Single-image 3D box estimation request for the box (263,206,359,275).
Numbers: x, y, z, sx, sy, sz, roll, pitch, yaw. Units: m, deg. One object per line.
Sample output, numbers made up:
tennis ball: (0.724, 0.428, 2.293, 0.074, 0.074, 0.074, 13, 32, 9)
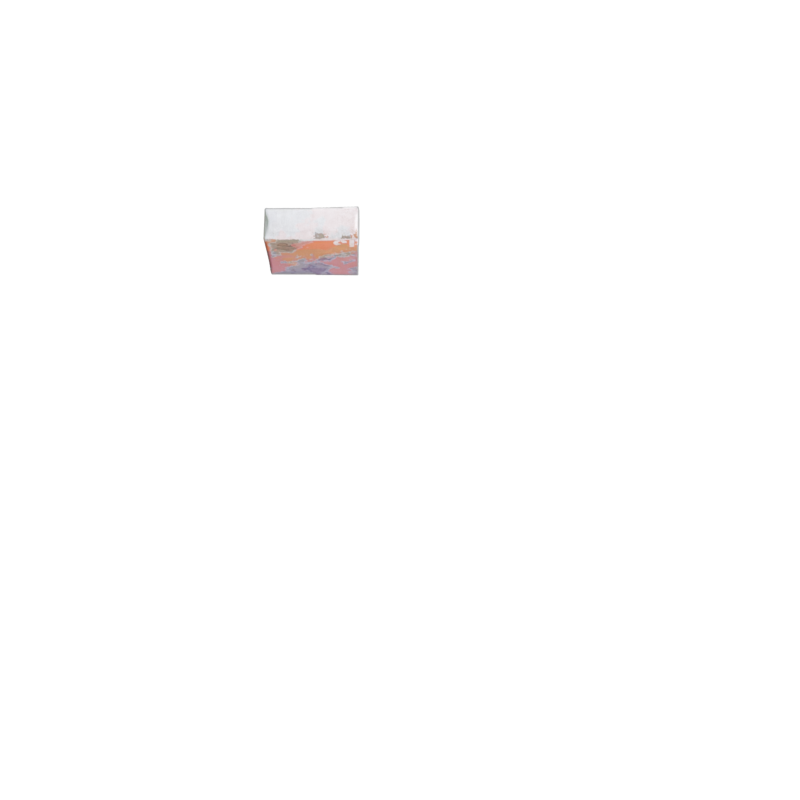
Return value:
box: (-0.069, -0.126, 0.883, 0.073, 0.031, 0.086, 0, -13, -1)
